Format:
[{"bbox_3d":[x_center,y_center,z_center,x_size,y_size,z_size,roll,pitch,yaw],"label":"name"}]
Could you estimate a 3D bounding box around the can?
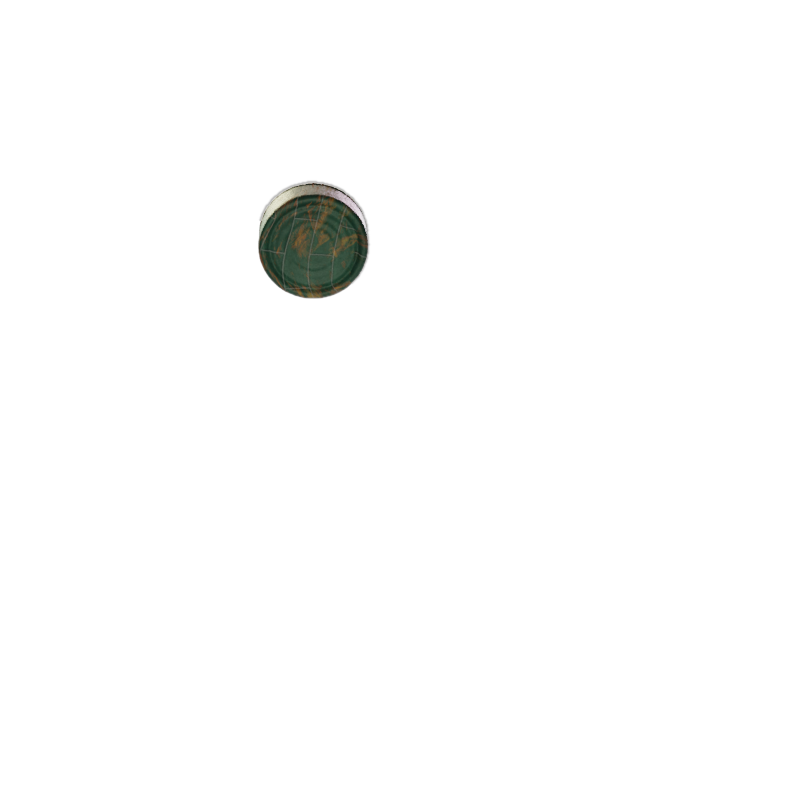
[{"bbox_3d":[-0.067,-0.122,0.855,0.086,0.082,0.035,0,21,-1],"label":"can"}]
